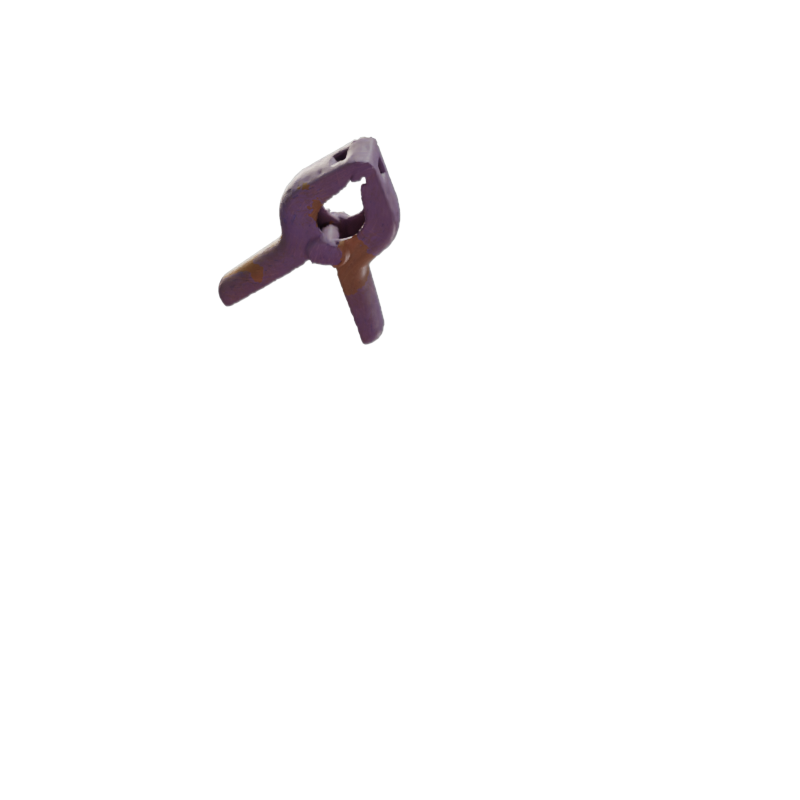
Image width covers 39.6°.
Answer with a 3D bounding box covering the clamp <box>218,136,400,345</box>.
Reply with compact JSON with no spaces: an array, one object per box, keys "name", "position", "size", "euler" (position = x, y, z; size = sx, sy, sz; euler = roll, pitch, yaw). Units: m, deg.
[{"name":"clamp","position":[-0.058,-0.106,0.743],"size":[0.119,0.042,0.161],"euler":[7,-46,-7]}]
